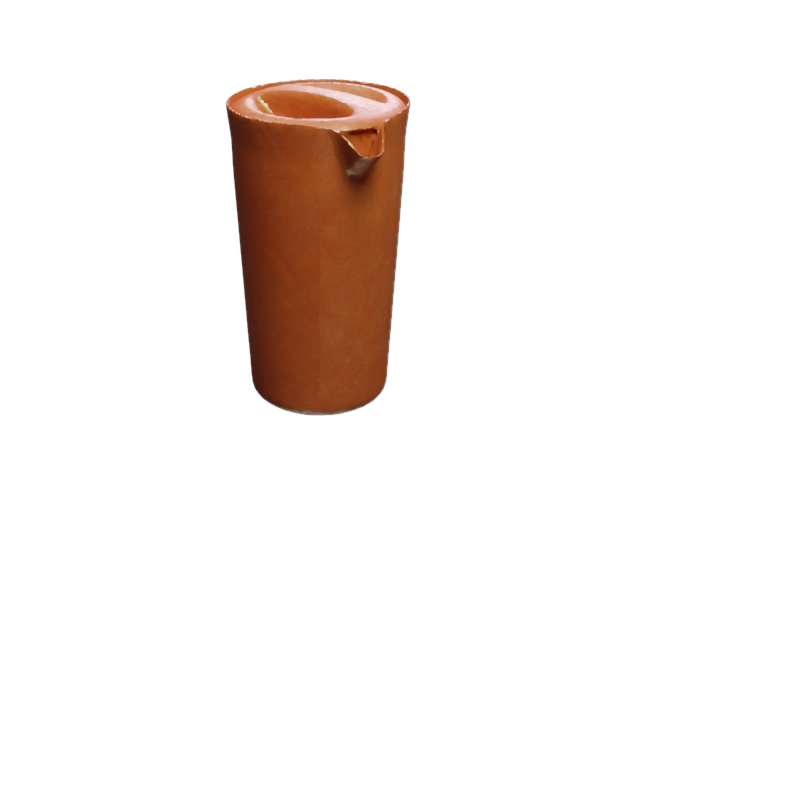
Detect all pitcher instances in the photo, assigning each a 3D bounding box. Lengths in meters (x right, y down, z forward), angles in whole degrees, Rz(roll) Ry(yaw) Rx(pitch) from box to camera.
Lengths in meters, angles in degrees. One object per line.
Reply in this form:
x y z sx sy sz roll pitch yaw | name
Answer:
-0.067 -0.122 0.851 0.148 0.231 0.153 8 26 14 | pitcher
